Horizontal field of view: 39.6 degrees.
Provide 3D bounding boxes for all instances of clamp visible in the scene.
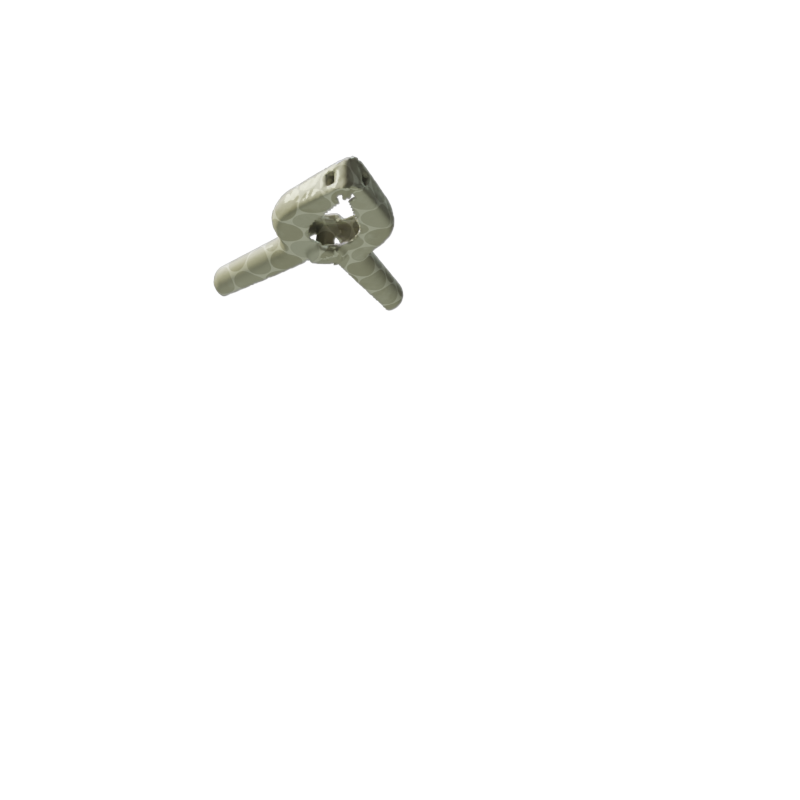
[{"bbox_3d":[-0.069,-0.127,0.887,0.164,0.038,0.200,2,-23,-5],"label":"clamp"}]
